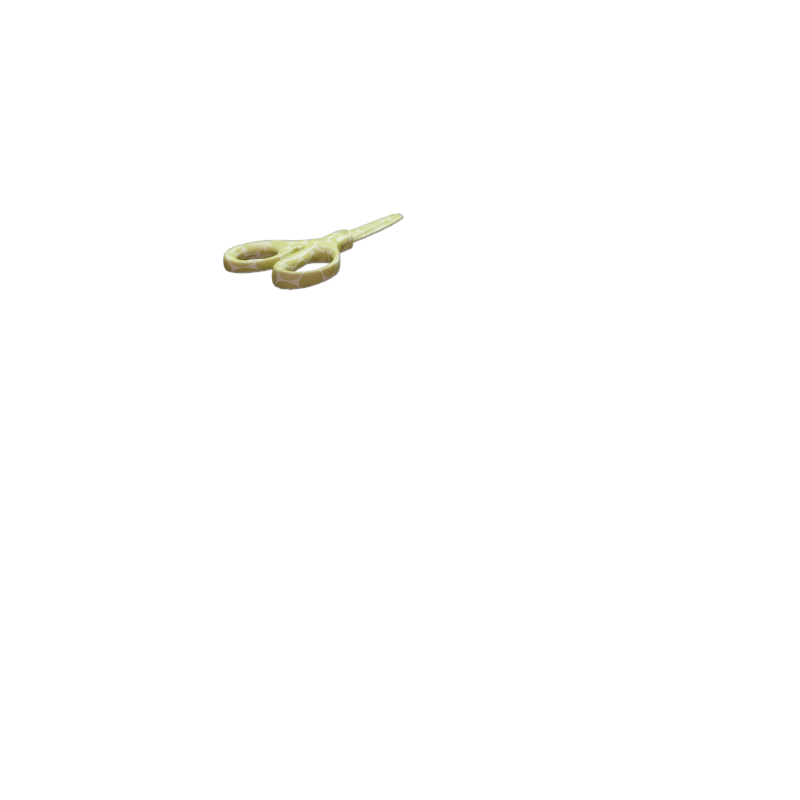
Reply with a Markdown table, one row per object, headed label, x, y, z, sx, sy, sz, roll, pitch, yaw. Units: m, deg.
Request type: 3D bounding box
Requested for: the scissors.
| label | x | y | z | sx | sy | sz | roll | pitch | yaw |
| --- | --- | --- | --- | --- | --- | --- | --- | --- | --- |
| scissors | -0.067 | -0.123 | 0.860 | 0.098 | 0.015 | 0.206 | 6 | 23 | 13 |
